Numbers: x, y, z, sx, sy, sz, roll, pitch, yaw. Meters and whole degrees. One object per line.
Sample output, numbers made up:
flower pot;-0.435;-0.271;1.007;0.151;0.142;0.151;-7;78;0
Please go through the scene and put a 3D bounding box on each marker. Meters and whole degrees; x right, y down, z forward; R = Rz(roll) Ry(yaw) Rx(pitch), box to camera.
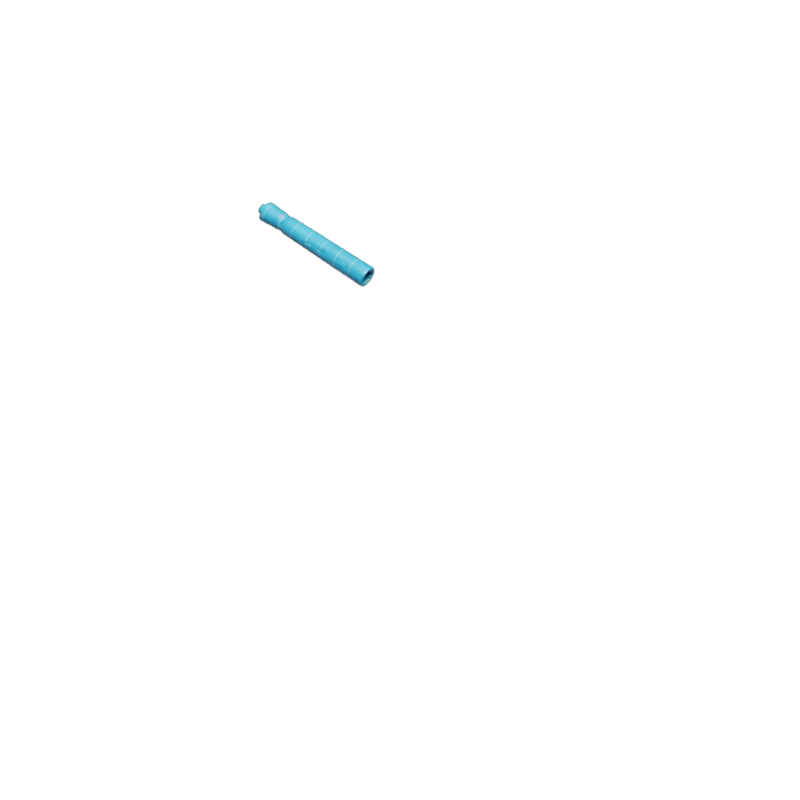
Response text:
marker;-0.074;-0.135;0.948;0.128;0.019;0.019;35;19;24
